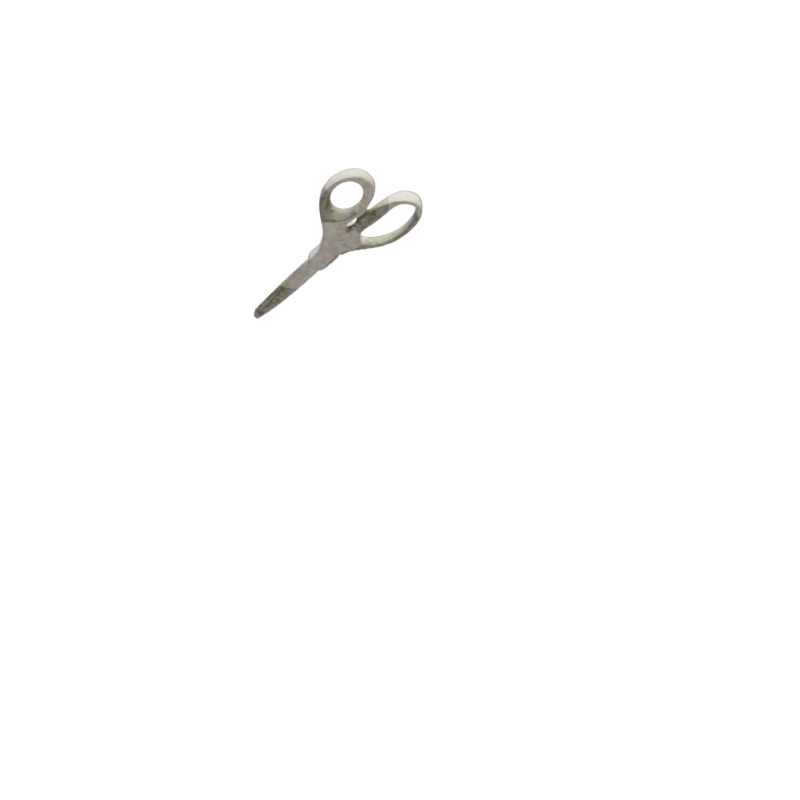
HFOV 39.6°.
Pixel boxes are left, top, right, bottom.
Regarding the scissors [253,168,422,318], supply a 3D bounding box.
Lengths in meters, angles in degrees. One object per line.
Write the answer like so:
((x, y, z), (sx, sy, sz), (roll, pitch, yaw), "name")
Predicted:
((-0.076, -0.138, 0.967), (0.202, 0.017, 0.089), (-24, -48, 24), "scissors")
